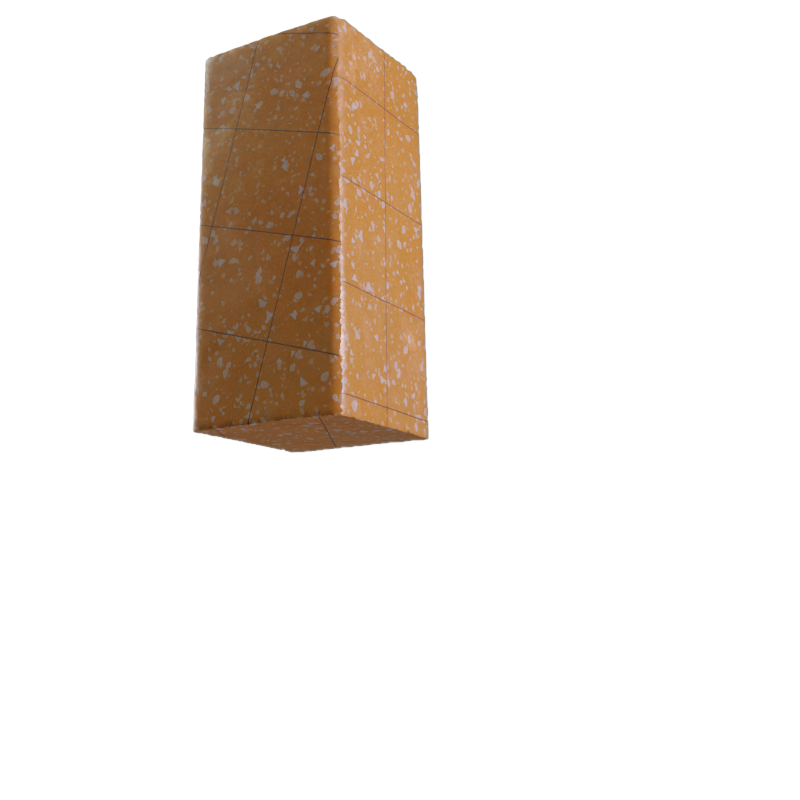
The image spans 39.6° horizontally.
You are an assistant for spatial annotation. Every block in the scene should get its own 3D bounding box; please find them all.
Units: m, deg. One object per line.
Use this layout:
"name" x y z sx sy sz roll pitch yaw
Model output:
"block" -0.046 -0.084 0.590 0.092 0.215 0.085 -11 -20 30
